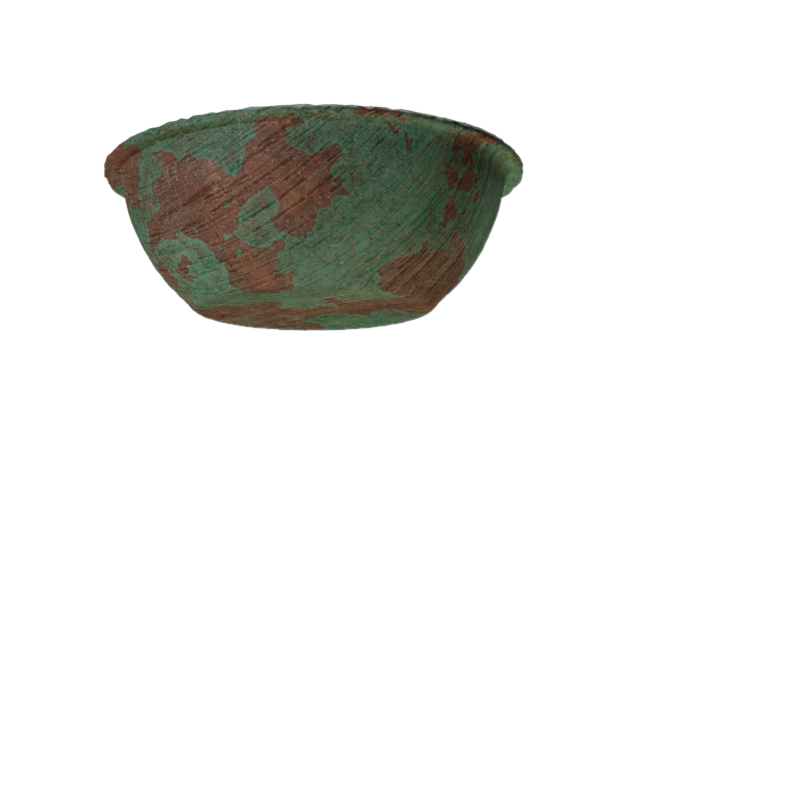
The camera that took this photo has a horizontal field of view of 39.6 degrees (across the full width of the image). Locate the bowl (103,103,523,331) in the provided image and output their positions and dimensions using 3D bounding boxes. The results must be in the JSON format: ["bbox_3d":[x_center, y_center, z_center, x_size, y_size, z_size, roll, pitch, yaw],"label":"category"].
[{"bbox_3d":[-0.033,-0.061,0.427,0.162,0.056,0.158,0,-7,-2],"label":"bowl"}]
